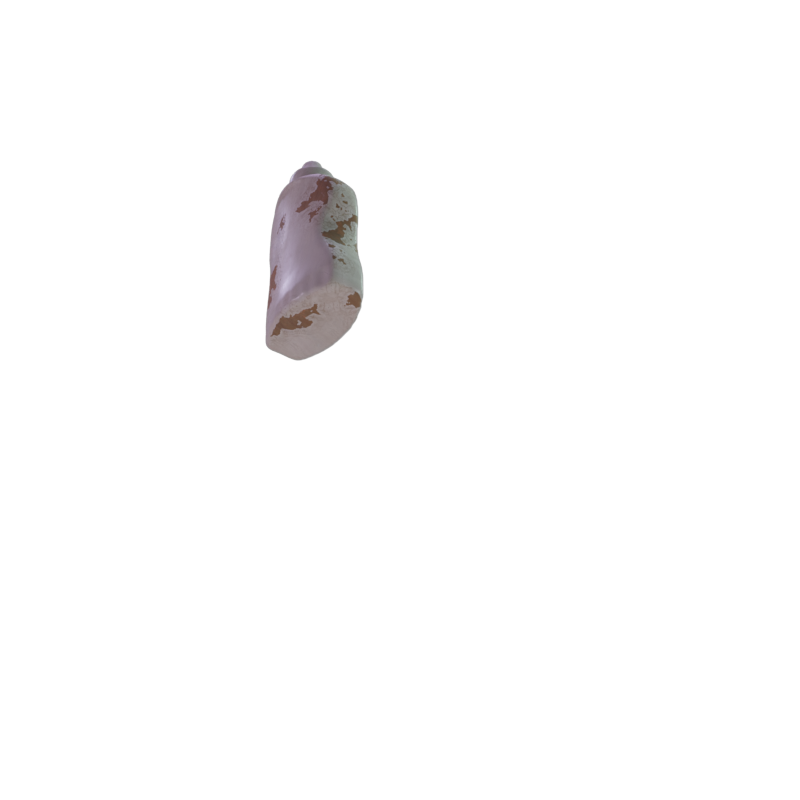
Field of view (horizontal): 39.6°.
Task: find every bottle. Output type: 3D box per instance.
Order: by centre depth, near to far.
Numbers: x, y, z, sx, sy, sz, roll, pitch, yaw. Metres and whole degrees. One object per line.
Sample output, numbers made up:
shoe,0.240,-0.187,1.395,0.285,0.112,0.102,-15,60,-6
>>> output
bottle,-0.073,-0.133,0.929,0.056,0.206,0.094,24,-49,-27
